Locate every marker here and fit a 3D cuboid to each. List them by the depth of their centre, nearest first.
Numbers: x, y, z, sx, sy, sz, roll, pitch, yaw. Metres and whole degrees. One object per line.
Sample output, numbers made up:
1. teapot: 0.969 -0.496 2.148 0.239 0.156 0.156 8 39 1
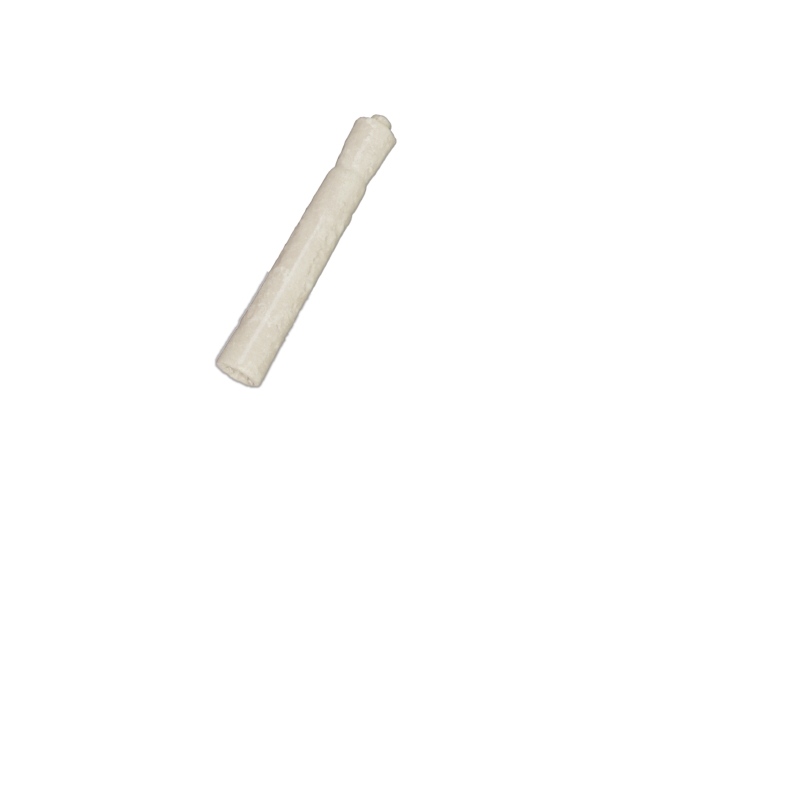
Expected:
1. marker: -0.033 -0.061 0.427 0.020 0.124 0.019 25 -20 7
